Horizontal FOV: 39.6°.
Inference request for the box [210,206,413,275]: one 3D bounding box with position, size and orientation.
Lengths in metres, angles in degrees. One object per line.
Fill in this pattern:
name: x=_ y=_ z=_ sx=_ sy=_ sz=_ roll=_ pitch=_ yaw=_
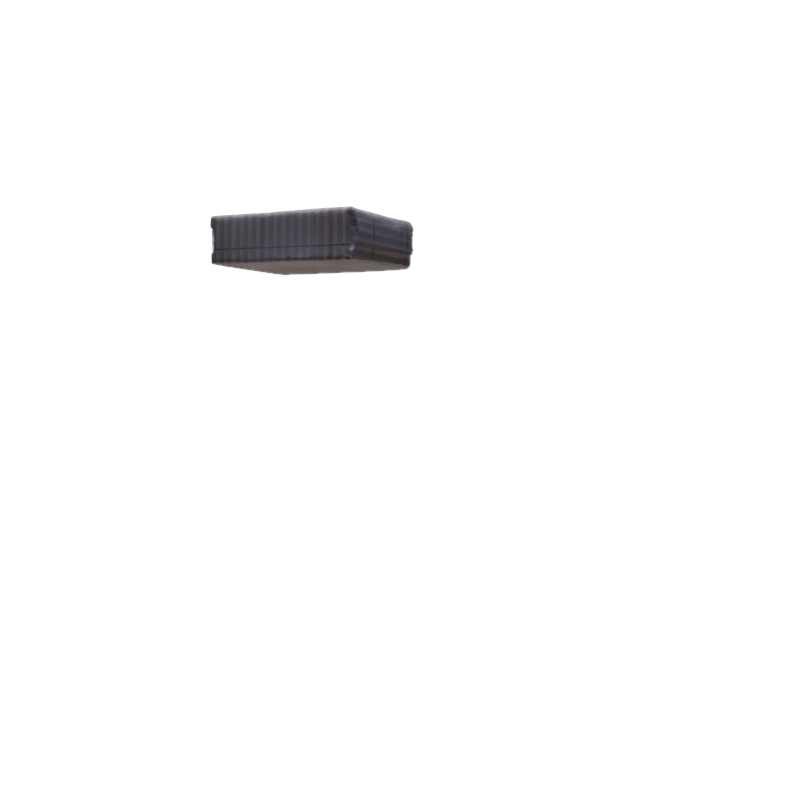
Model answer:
box: x=-0.048 y=-0.087 z=0.609 sx=0.092 sy=0.030 sz=0.070 roll=1 pitch=1 yaw=28
